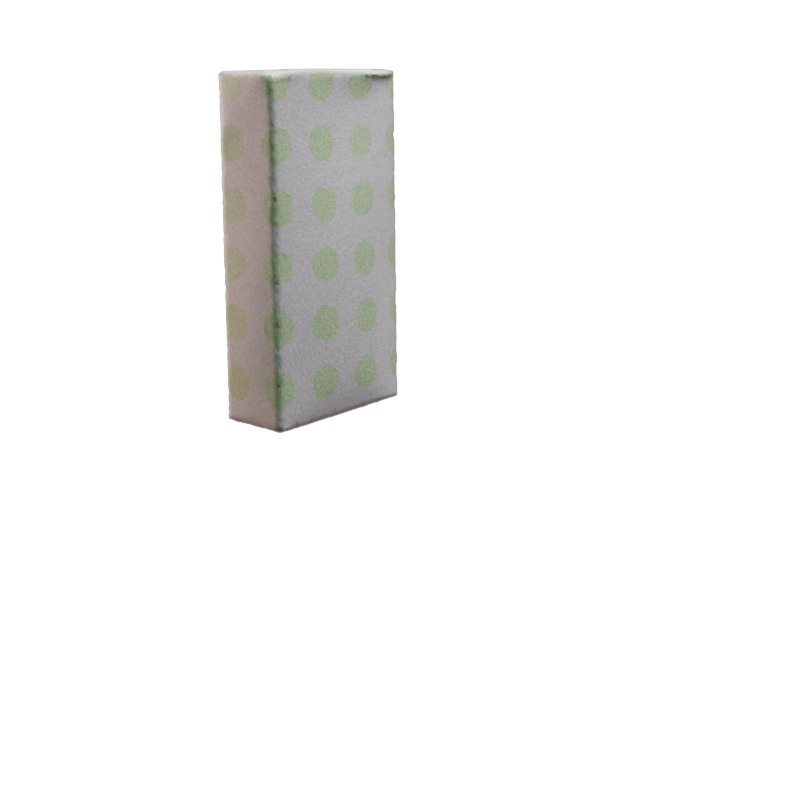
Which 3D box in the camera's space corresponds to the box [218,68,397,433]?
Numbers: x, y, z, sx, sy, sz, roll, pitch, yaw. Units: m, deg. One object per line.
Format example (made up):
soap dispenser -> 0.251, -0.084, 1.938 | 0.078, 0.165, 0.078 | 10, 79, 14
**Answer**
box -> -0.045, -0.081, 0.571 | 0.050, 0.172, 0.091 | 10, 15, 40
